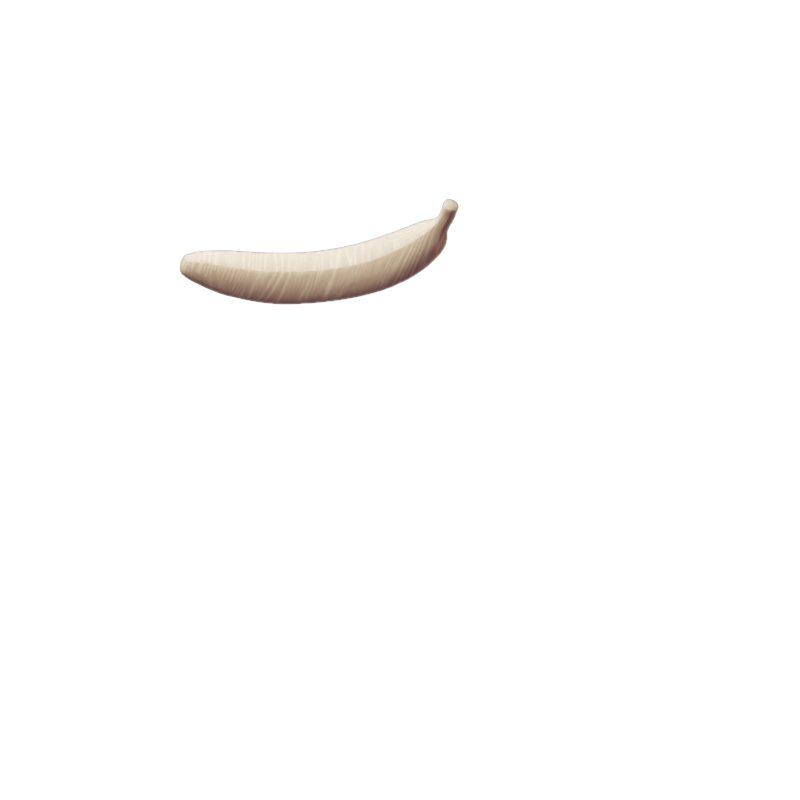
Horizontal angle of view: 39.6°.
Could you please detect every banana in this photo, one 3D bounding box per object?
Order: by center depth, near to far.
[{"bbox_3d":[-0.052,-0.098,0.775,0.199,0.064,0.039,-12,41,10],"label":"banana"}]
